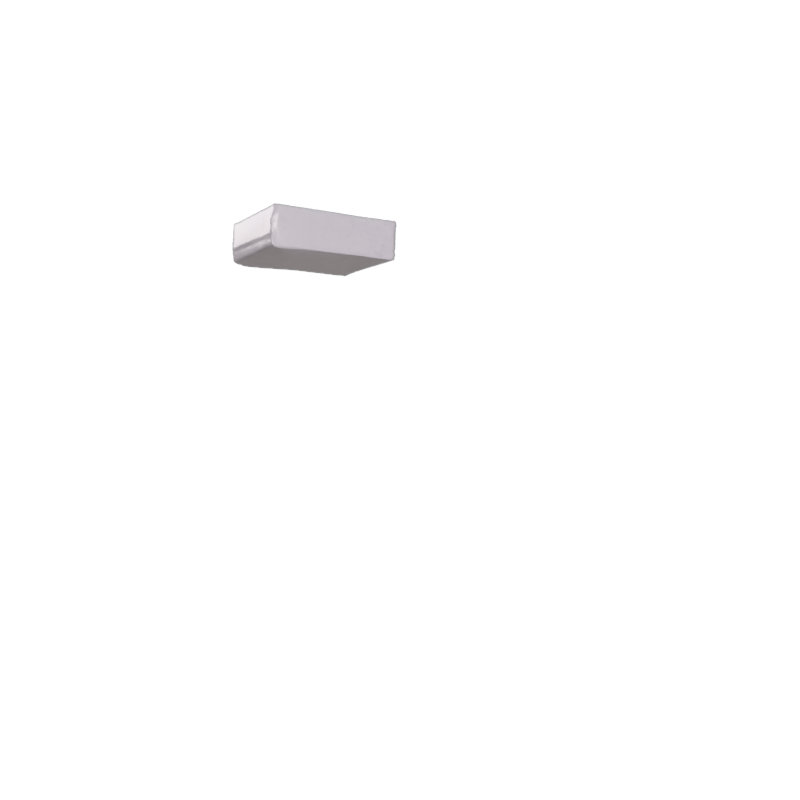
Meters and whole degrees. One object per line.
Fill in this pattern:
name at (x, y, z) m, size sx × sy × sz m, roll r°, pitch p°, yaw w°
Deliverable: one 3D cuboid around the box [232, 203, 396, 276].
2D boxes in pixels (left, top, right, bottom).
box at (-0.073, -0.132, 0.926) m, size 0.110 × 0.040 × 0.091 m, roll 2°, pitch -6°, yaw -27°
